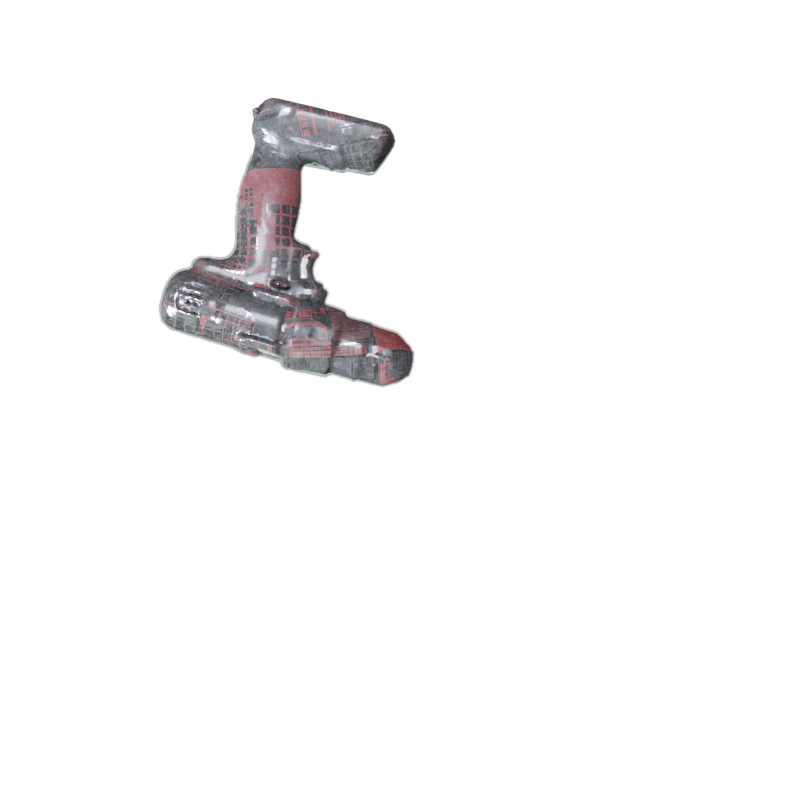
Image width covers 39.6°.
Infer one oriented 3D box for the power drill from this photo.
[{"bbox_3d":[-0.063,-0.115,0.804,0.186,0.193,0.055,15,-14,3],"label":"power drill"}]
